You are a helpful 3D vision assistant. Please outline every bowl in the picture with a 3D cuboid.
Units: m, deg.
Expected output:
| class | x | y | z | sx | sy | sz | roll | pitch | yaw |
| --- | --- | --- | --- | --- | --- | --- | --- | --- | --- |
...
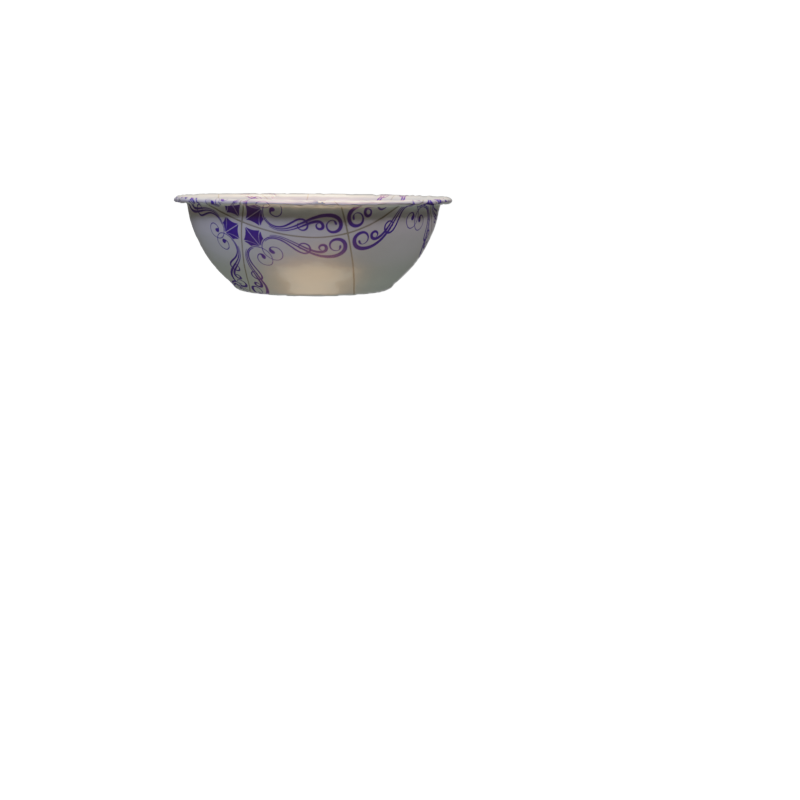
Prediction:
| class | x | y | z | sx | sy | sz | roll | pitch | yaw |
| --- | --- | --- | --- | --- | --- | --- | --- | --- | --- |
| bowl | -0.051 | -0.093 | 0.649 | 0.162 | 0.054 | 0.165 | 0 | 11 | -2 |
